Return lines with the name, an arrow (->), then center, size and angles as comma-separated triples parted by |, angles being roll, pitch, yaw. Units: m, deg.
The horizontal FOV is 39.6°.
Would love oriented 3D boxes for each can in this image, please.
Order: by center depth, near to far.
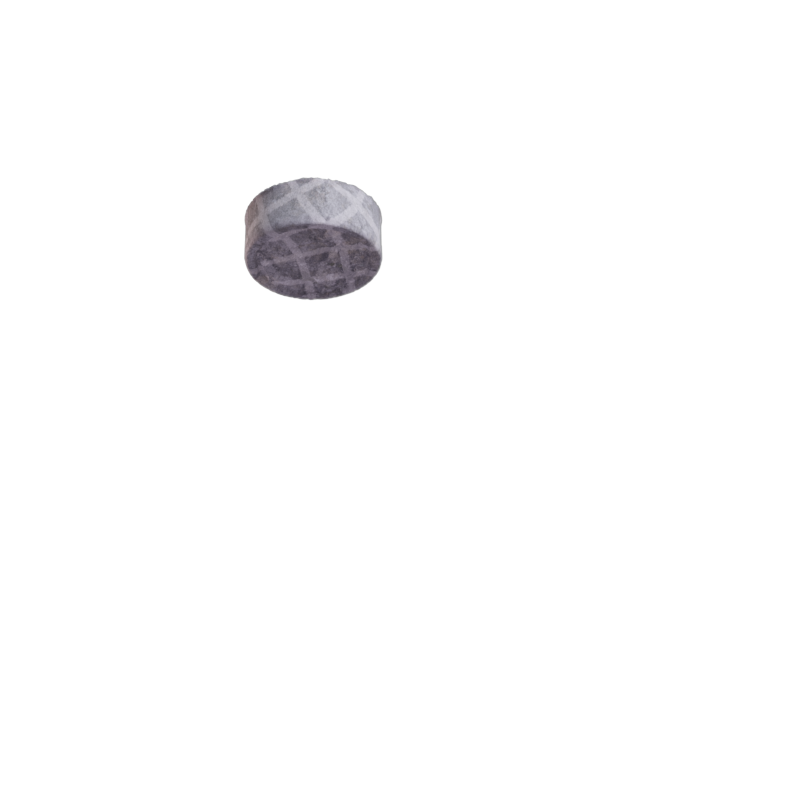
can -> -0.053, -0.097, 0.682 | 0.086, 0.036, 0.081 | 1, -30, -2
